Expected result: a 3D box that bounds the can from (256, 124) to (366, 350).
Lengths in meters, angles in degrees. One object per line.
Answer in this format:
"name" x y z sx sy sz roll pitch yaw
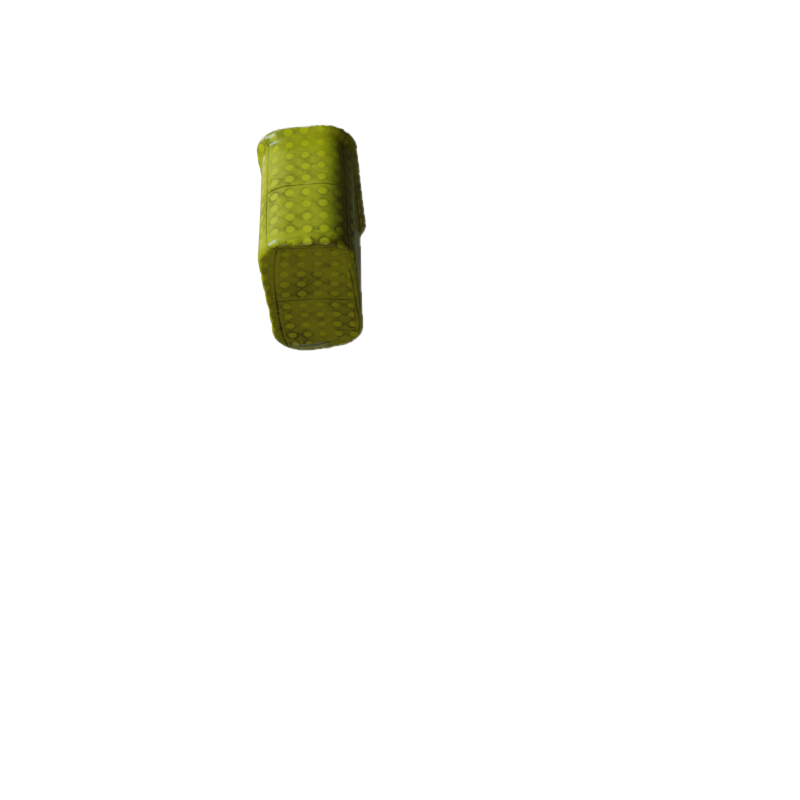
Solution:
"can" -0.049 -0.089 0.627 0.058 0.090 0.095 -4 -36 2
